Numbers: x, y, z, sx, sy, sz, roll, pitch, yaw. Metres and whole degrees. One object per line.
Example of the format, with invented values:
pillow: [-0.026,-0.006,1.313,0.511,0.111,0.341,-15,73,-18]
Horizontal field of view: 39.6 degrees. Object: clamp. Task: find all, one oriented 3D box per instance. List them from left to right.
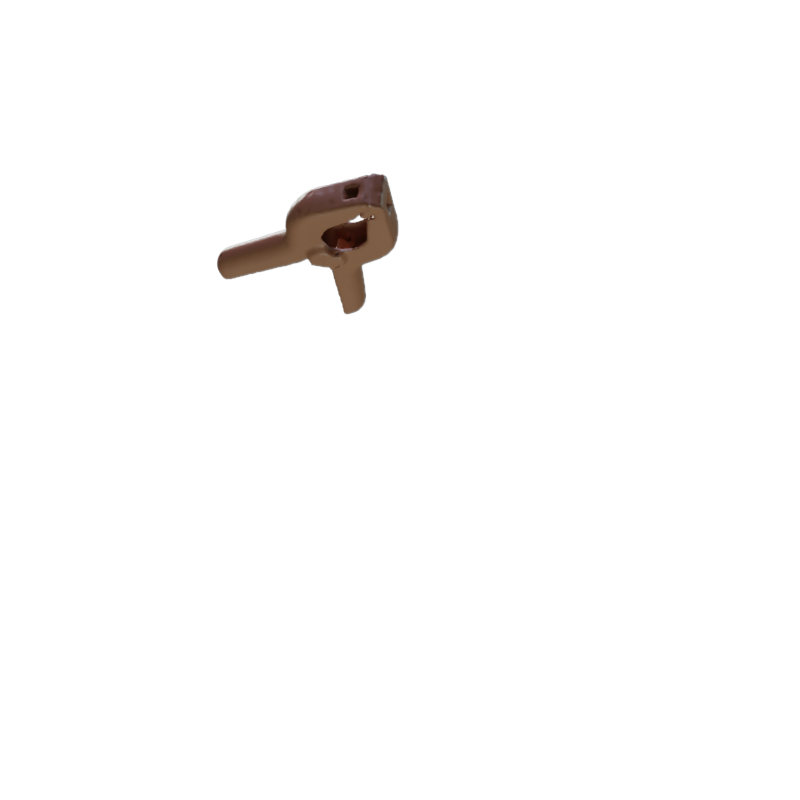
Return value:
clamp: [-0.063,-0.114,0.799,0.117,0.042,0.165,7,-26,-16]
